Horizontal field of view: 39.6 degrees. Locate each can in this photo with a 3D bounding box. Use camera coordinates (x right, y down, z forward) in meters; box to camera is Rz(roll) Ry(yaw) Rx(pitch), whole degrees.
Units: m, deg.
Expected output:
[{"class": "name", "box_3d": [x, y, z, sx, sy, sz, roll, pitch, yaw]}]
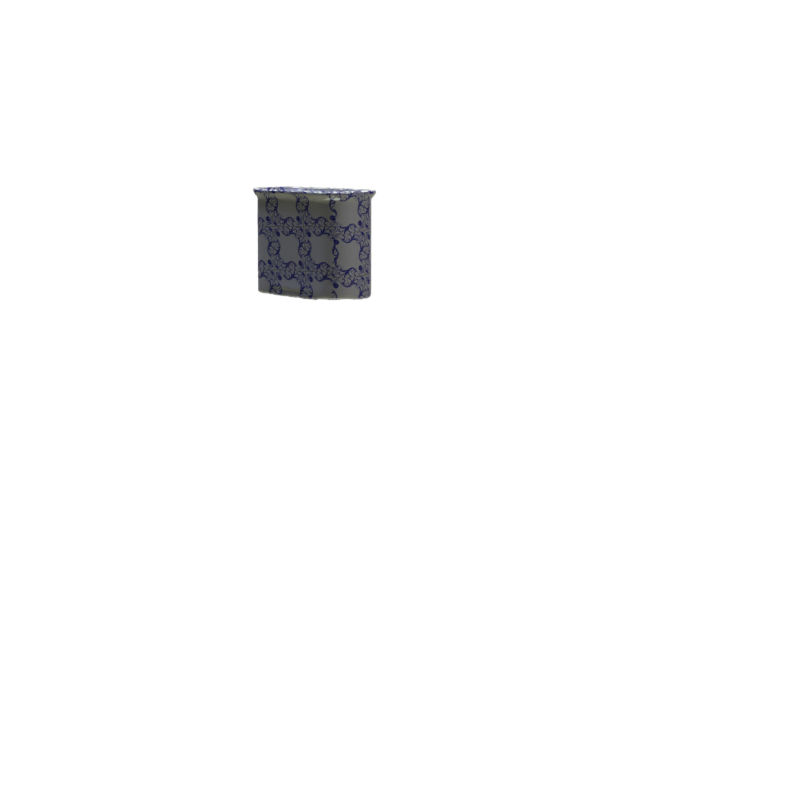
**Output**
[{"class": "can", "box_3d": [-0.068, -0.125, 0.873, 0.107, 0.082, 0.056, 9, 12, 42]}]
